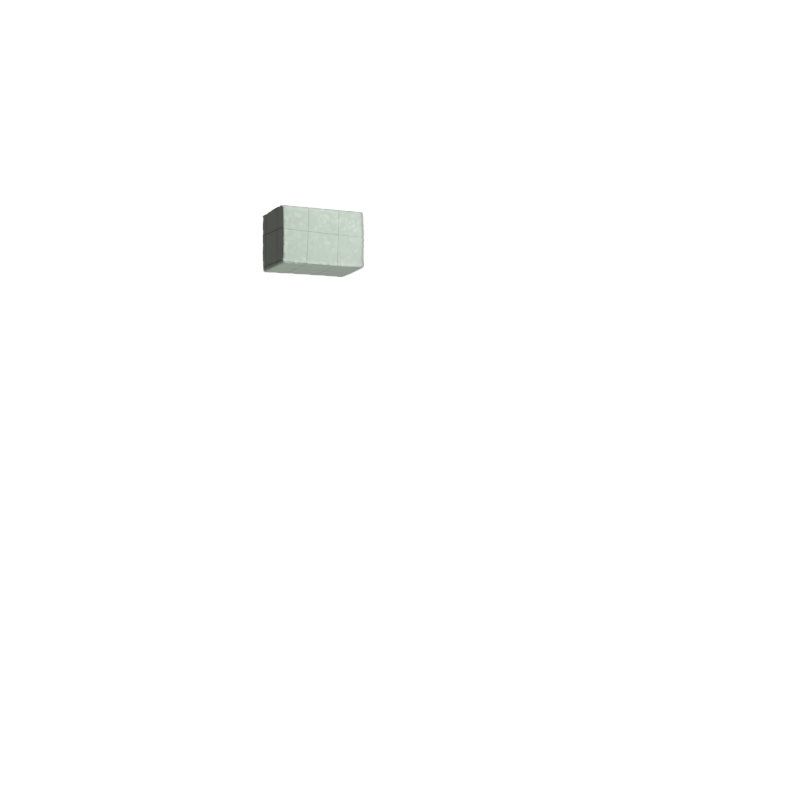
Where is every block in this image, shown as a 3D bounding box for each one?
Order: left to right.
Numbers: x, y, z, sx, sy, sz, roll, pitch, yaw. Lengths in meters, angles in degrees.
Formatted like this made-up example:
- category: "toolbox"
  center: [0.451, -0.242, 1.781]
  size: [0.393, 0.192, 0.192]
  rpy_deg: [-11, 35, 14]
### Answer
- category: "block"
  center: [-0.076, -0.139, 0.972]
  size: [0.075, 0.052, 0.053]
  rpy_deg: [2, -8, -24]
